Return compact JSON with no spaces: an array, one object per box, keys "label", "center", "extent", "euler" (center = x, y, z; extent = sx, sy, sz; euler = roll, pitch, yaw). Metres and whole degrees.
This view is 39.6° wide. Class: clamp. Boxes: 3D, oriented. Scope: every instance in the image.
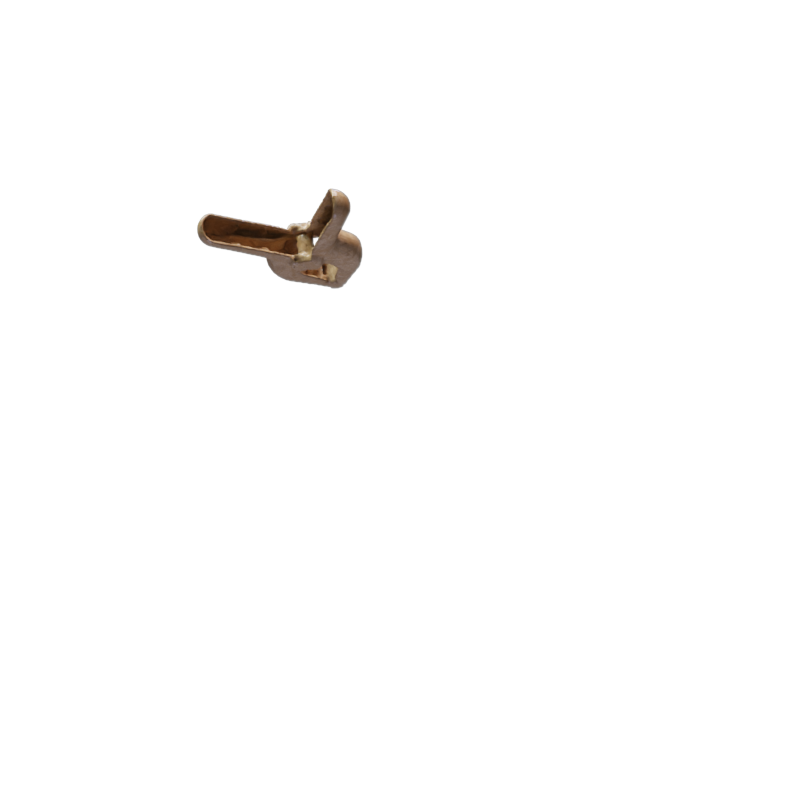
[{"label":"clamp","center":[-0.070,-0.127,0.888],"extent":[0.123,0.040,0.162],"euler":[-4,-9,26]}]
